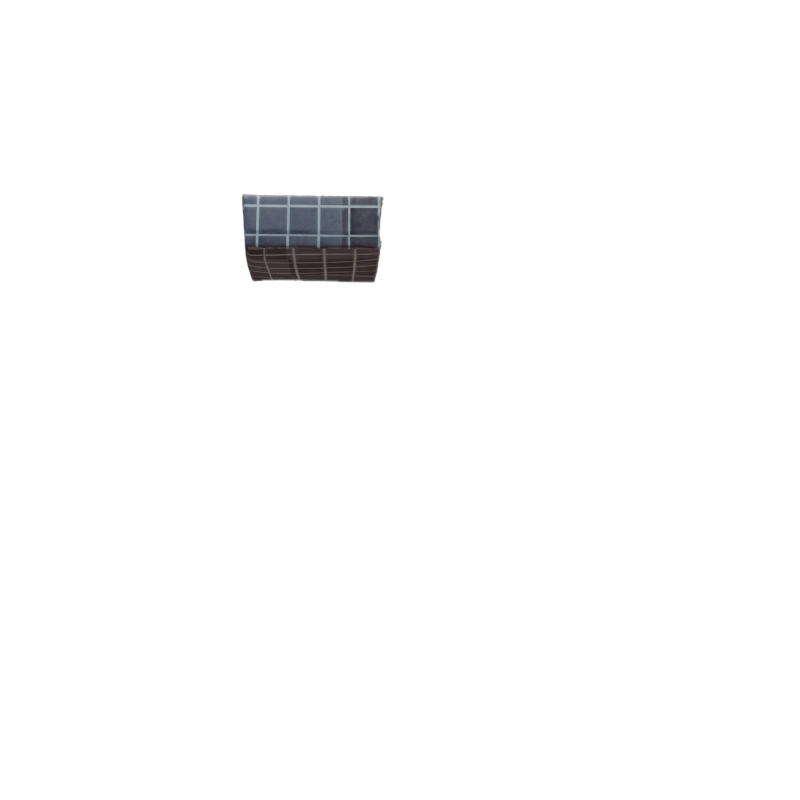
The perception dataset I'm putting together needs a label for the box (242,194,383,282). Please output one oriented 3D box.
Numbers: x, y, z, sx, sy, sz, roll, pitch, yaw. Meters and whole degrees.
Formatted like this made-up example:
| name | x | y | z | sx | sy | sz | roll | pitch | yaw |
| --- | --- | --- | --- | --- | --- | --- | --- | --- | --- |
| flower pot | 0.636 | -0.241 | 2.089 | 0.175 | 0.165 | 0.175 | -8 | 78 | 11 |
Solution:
| name | x | y | z | sx | sy | sz | roll | pitch | yaw |
| --- | --- | --- | --- | --- | --- | --- | --- | --- | --- |
| box | -0.058 | -0.106 | 0.742 | 0.090 | 0.040 | 0.111 | 0 | -5 | -2 |
